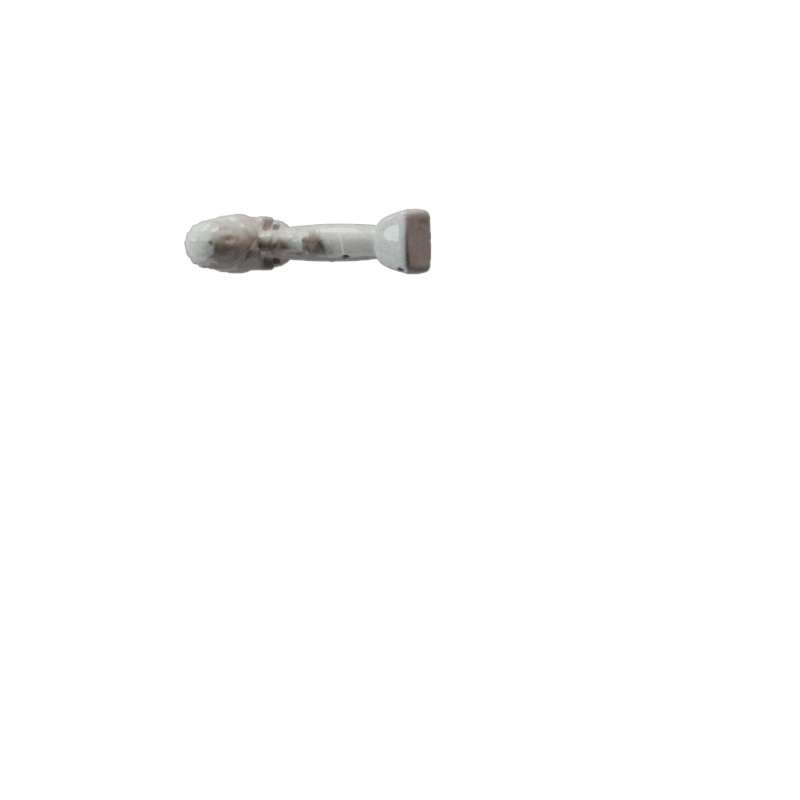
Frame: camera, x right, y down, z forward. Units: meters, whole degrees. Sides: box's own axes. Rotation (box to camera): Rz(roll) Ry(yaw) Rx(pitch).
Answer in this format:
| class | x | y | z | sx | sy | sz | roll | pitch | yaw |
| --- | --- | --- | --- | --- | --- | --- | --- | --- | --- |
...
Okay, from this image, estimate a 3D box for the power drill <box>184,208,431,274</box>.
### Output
| class | x | y | z | sx | sy | sz | roll | pitch | yaw |
| --- | --- | --- | --- | --- | --- | --- | --- | --- | --- |
| power drill | -0.075 | -0.138 | 0.964 | 0.192 | 0.057 | 0.183 | 3 | 10 | 16 |
